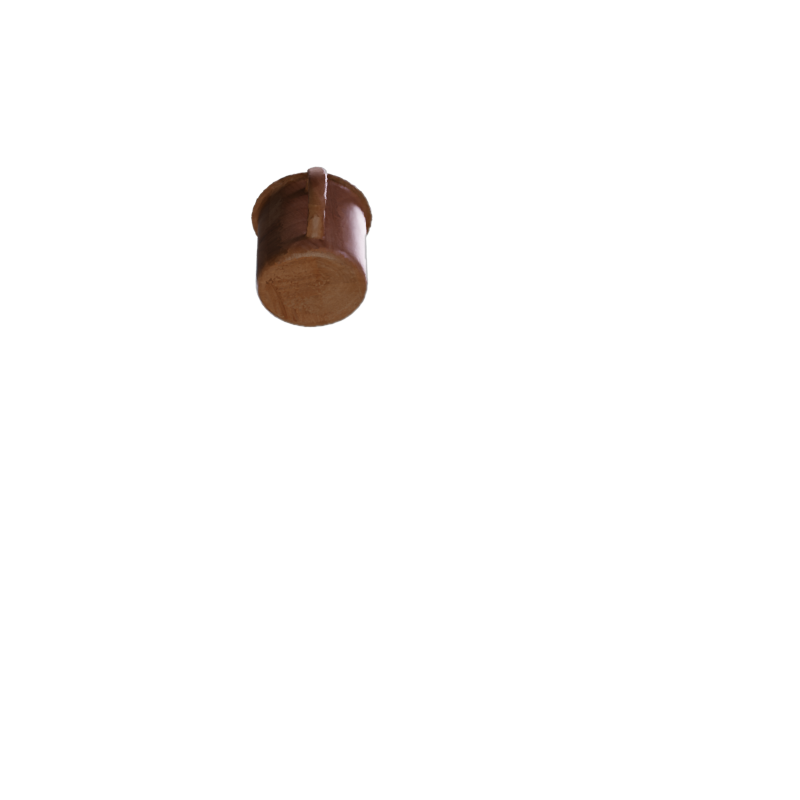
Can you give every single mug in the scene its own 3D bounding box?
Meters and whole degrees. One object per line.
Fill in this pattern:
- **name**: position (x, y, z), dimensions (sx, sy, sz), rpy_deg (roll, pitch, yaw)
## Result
- **mug**: position (-0.064, -0.117, 0.817), dimensions (0.092, 0.088, 0.110), rpy_deg (5, -44, -7)
